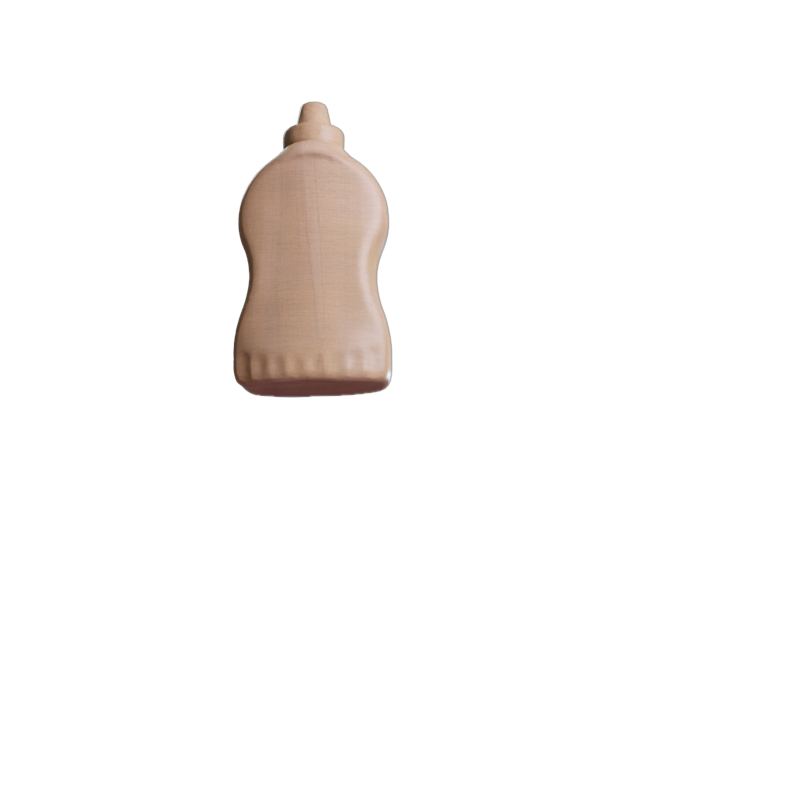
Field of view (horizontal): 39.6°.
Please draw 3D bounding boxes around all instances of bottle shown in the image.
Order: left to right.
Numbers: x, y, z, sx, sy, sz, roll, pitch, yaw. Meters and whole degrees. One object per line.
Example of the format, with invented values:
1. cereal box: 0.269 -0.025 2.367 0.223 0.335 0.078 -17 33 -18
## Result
1. bottle: -0.055 -0.101 0.707 0.097 0.200 0.055 -4 -18 9
